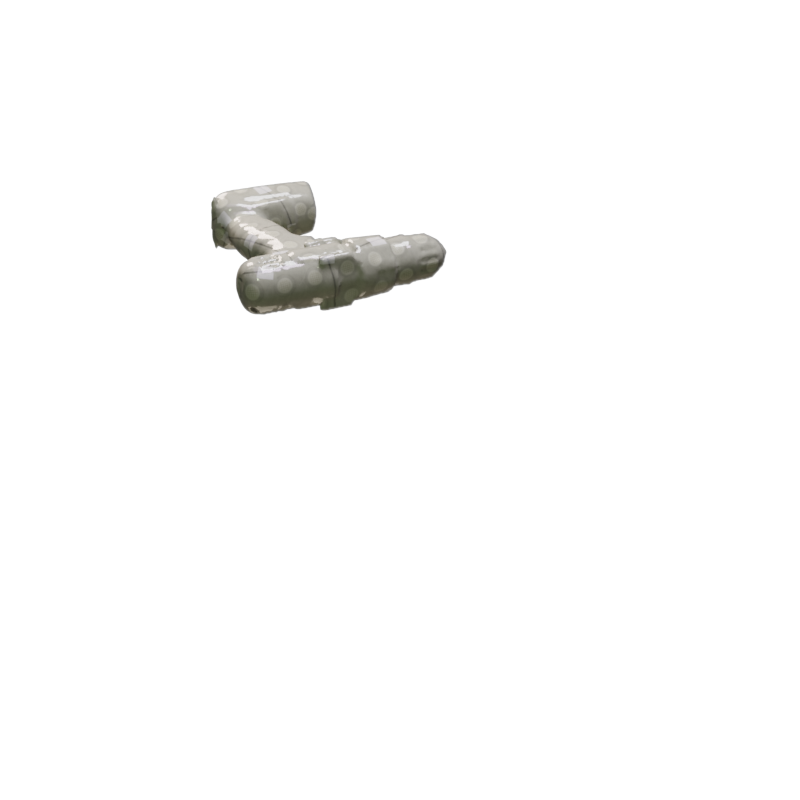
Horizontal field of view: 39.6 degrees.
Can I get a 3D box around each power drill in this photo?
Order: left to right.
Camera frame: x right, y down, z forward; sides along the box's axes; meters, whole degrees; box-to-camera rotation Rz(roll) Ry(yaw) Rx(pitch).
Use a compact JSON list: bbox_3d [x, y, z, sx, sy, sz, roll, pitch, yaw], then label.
[{"bbox_3d":[-0.077,-0.140,0.981,0.181,0.054,0.201,-12,29,-22],"label":"power drill"}]
